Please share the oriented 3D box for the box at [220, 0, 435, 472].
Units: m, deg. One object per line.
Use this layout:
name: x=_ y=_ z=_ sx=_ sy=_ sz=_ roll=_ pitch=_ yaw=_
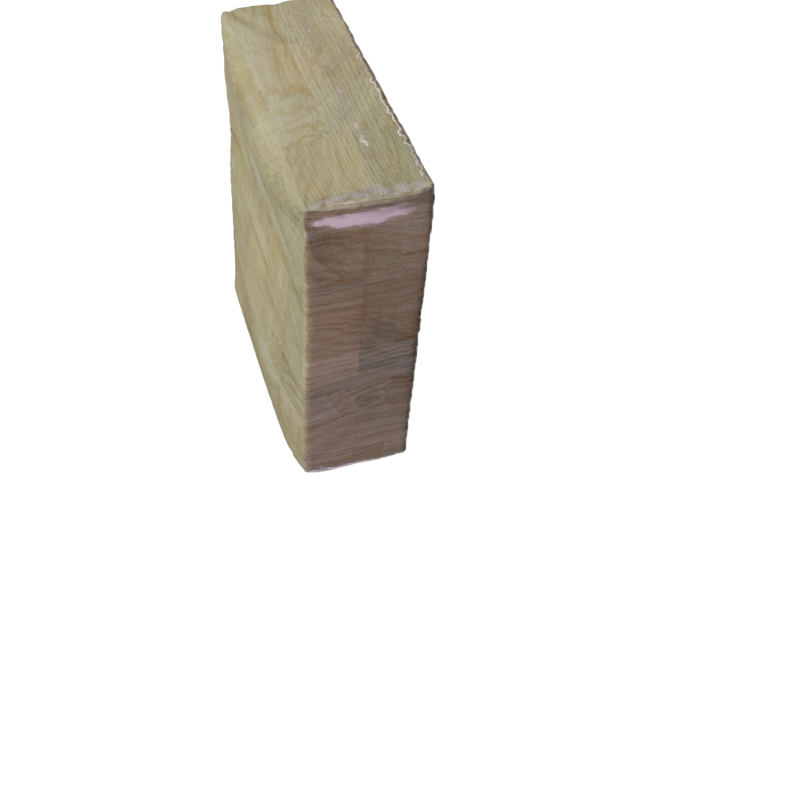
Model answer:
box: x=-0.048 y=-0.088 z=0.615 sx=0.071 sy=0.178 sz=0.199 roll=-12 pitch=-39 yaw=-14
